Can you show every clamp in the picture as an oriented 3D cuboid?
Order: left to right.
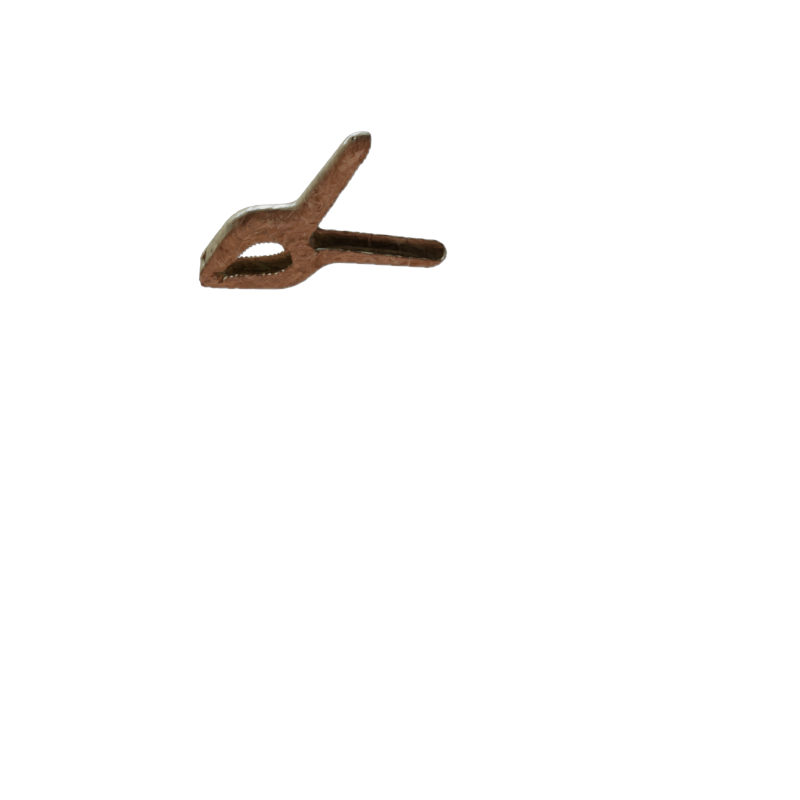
[{"bbox_3d":[-0.074,-0.135,0.946,0.211,0.039,0.152,-21,-42,25],"label":"clamp"}]
